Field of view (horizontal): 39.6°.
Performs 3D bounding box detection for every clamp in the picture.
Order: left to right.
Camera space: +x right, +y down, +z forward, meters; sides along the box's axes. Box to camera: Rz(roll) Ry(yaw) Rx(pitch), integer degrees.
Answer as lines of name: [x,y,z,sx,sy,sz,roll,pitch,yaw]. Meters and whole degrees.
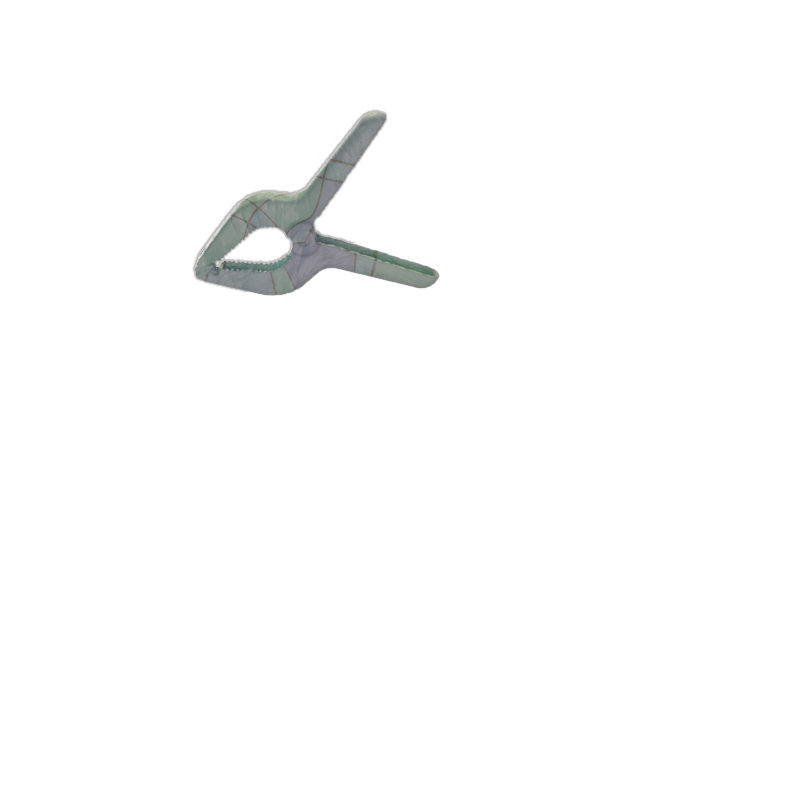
clamp: [-0.076,-0.139,0.974,0.210,0.157,0.038,-24,17,8]
